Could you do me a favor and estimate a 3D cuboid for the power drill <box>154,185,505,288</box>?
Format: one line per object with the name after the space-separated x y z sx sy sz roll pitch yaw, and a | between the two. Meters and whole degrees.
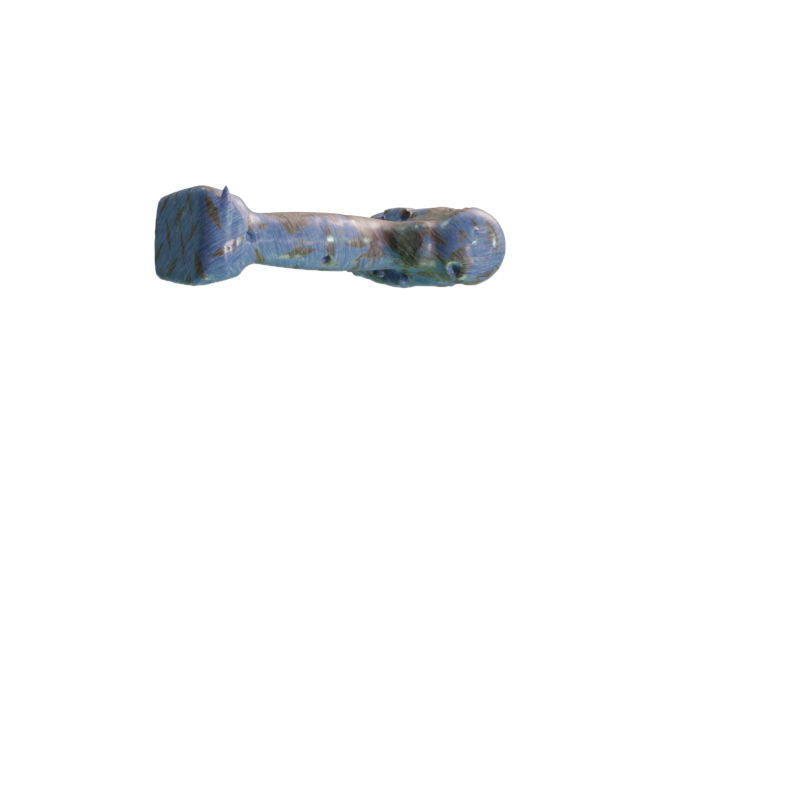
-0.054 -0.099 0.693 0.182 0.057 0.190 -2 5 -24 | power drill
